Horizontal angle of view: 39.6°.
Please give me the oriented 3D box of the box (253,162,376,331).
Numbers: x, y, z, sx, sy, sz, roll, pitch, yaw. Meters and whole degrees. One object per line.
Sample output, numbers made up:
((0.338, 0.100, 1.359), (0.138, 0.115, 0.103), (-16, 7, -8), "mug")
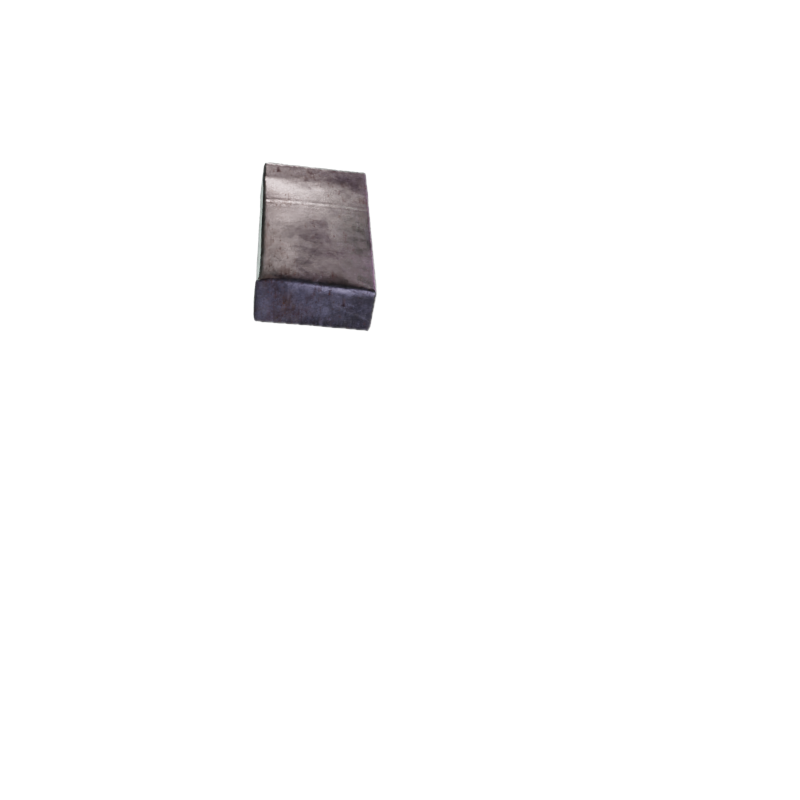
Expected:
((-0.071, -0.130, 0.912), (0.092, 0.045, 0.189), (4, 37, -7), "box")
